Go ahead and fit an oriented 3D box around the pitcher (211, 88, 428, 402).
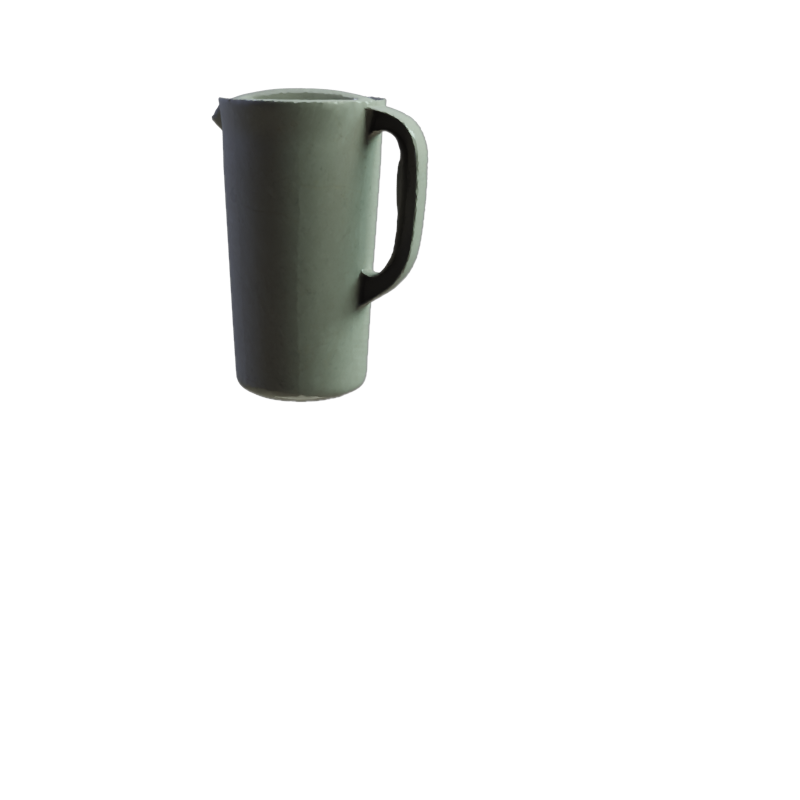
[{"bbox_3d":[-0.069,-0.127,0.887,0.142,0.237,0.156,-3,13,-18],"label":"pitcher"}]
